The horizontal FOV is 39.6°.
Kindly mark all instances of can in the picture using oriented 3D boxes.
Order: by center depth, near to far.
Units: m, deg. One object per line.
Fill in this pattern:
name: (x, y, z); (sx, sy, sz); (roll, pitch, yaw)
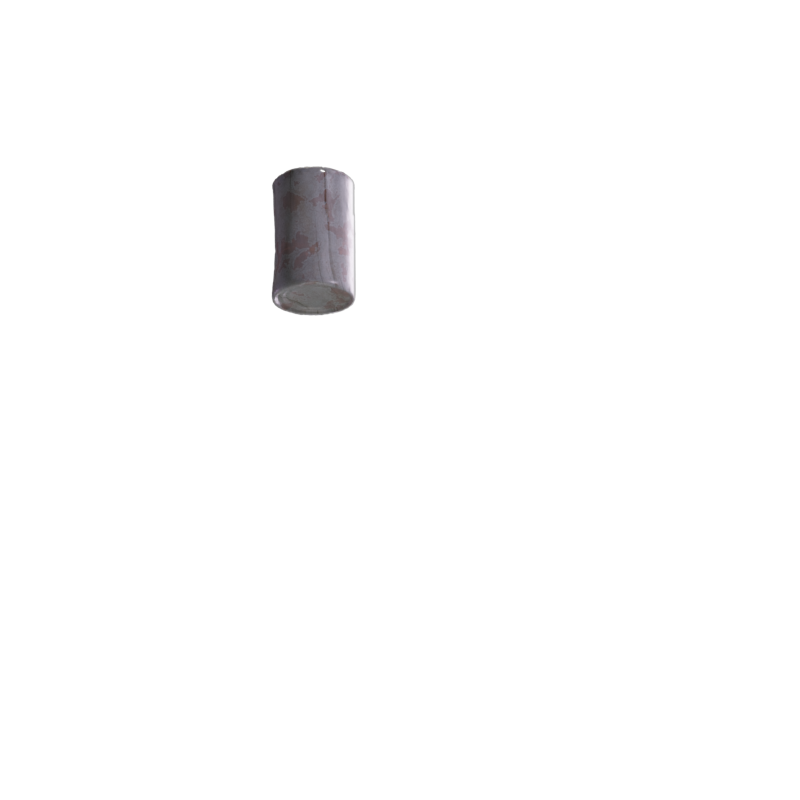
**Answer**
can: (-0.070, -0.127, 0.888); (0.068, 0.108, 0.065); (0, -23, -2)
